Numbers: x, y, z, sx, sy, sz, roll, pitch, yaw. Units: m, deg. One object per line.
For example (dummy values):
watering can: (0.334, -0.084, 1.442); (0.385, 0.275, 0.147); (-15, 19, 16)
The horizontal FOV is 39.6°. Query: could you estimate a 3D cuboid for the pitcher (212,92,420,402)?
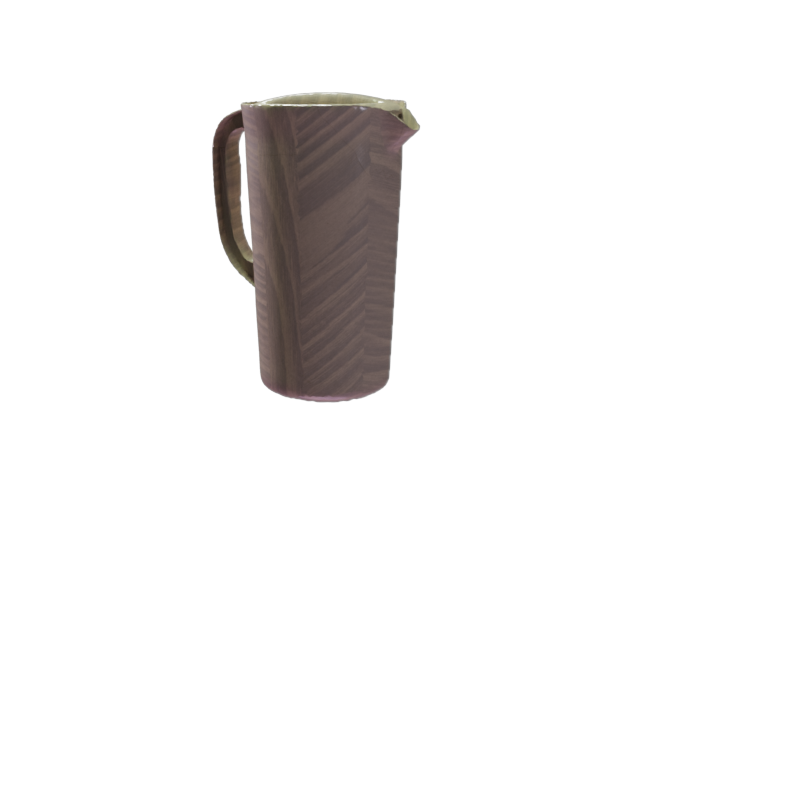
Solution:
pitcher: (-0.071, -0.130, 0.910); (0.142, 0.237, 0.156); (-3, 12, -17)
